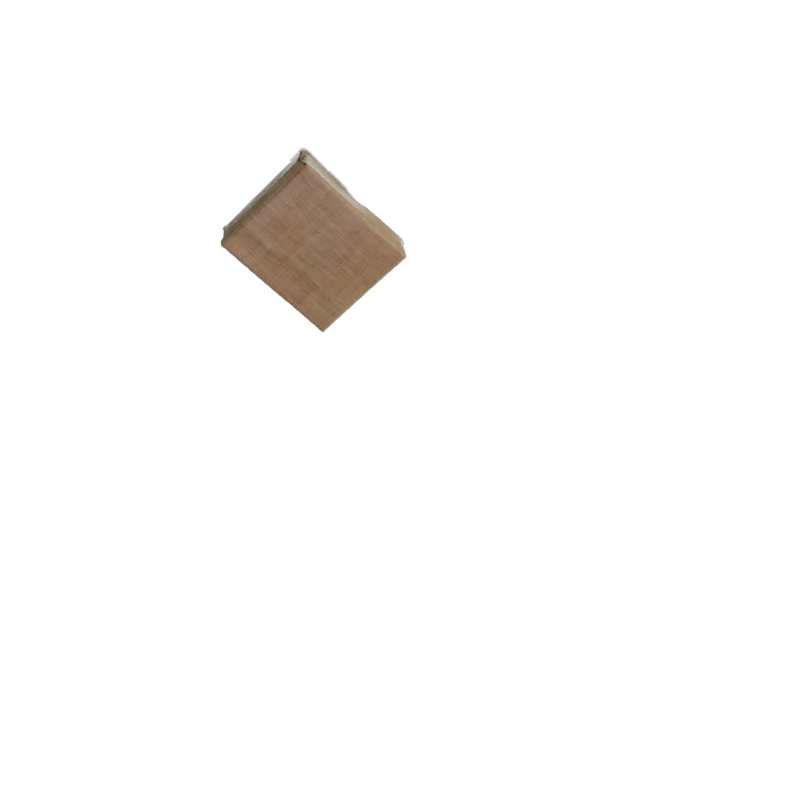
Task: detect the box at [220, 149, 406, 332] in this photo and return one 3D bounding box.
[{"bbox_3d":[-0.053,-0.096,0.675,0.086,0.072,0.032,42,18,-18],"label":"box"}]
